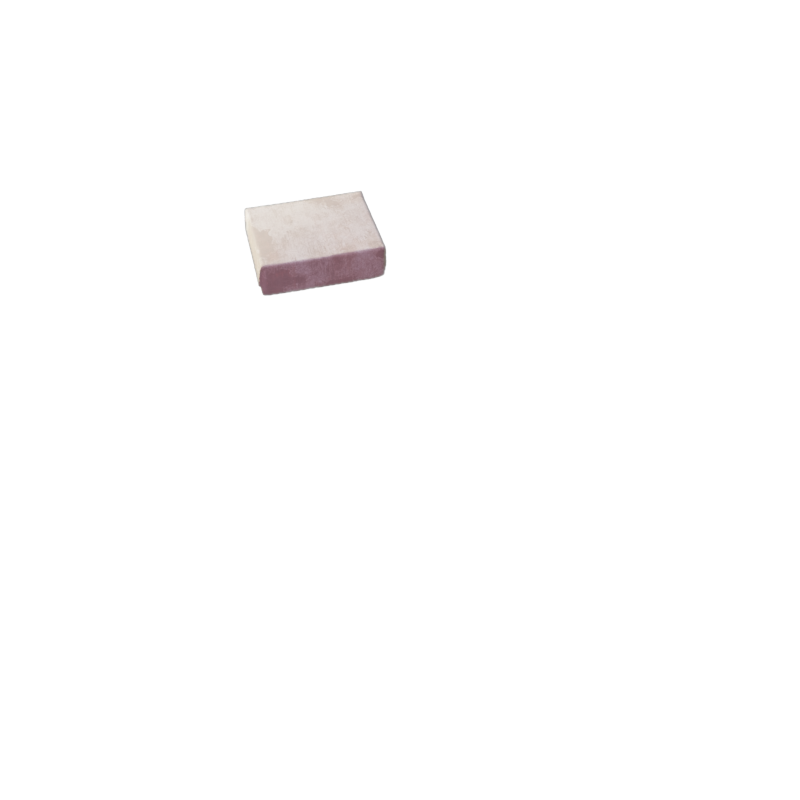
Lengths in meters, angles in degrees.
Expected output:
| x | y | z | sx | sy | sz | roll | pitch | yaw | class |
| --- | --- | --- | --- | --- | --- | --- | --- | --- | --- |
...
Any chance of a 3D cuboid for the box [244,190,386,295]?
| x | y | z | sx | sy | sz | roll | pitch | yaw | class |
| --- | --- | --- | --- | --- | --- | --- | --- | --- | --- |
| -0.077 | -0.141 | 0.989 | 0.112 | 0.036 | 0.097 | -9 | 43 | -10 | box |
